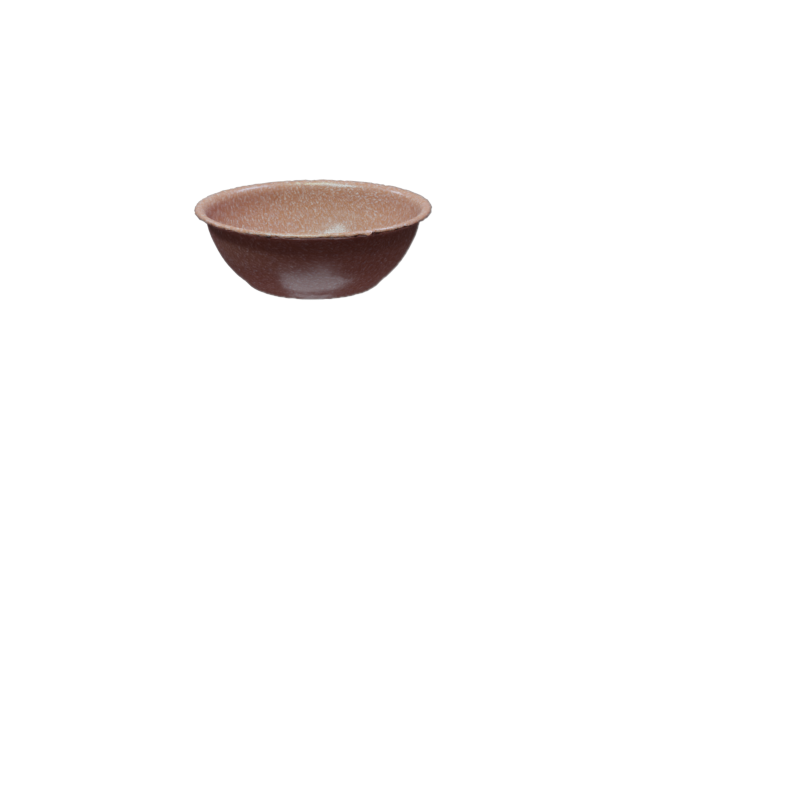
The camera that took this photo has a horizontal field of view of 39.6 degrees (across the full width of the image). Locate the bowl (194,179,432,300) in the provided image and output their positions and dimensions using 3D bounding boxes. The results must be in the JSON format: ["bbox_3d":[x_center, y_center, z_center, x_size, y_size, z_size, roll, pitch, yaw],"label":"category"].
[{"bbox_3d":[-0.059,-0.109,0.760,0.162,0.053,0.170,-1,22,-2],"label":"bowl"}]
